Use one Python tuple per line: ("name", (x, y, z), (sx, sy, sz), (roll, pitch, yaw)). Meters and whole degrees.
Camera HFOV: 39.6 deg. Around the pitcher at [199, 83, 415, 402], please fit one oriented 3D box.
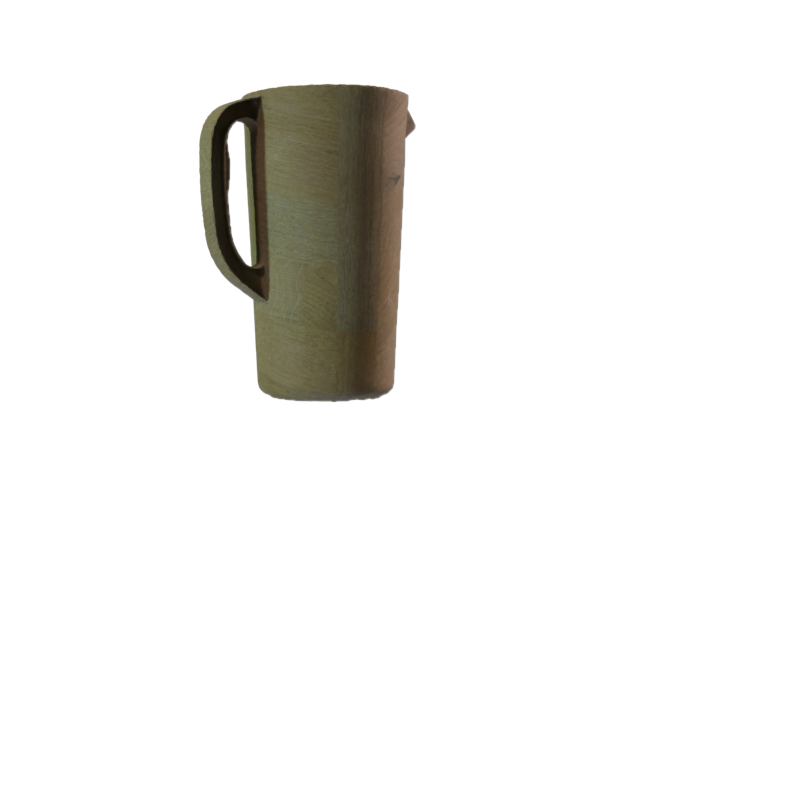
("pitcher", (-0.068, -0.124, 0.872), (0.151, 0.244, 0.142), (0, 0, 11))
